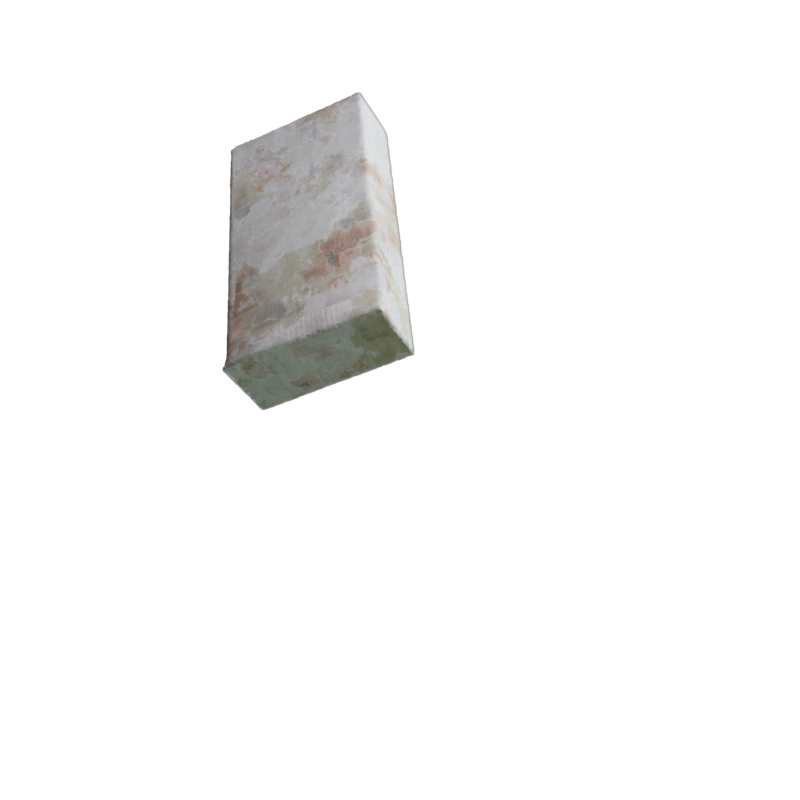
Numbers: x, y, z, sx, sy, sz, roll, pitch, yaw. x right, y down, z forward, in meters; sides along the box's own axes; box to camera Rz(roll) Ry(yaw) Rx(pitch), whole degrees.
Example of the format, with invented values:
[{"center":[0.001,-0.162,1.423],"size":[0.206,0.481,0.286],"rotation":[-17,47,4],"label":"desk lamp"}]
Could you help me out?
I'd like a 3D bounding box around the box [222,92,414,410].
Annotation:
[{"center":[-0.048,-0.088,0.616],"size":[0.094,0.189,0.044],"rotation":[-20,-46,17],"label":"box"}]
